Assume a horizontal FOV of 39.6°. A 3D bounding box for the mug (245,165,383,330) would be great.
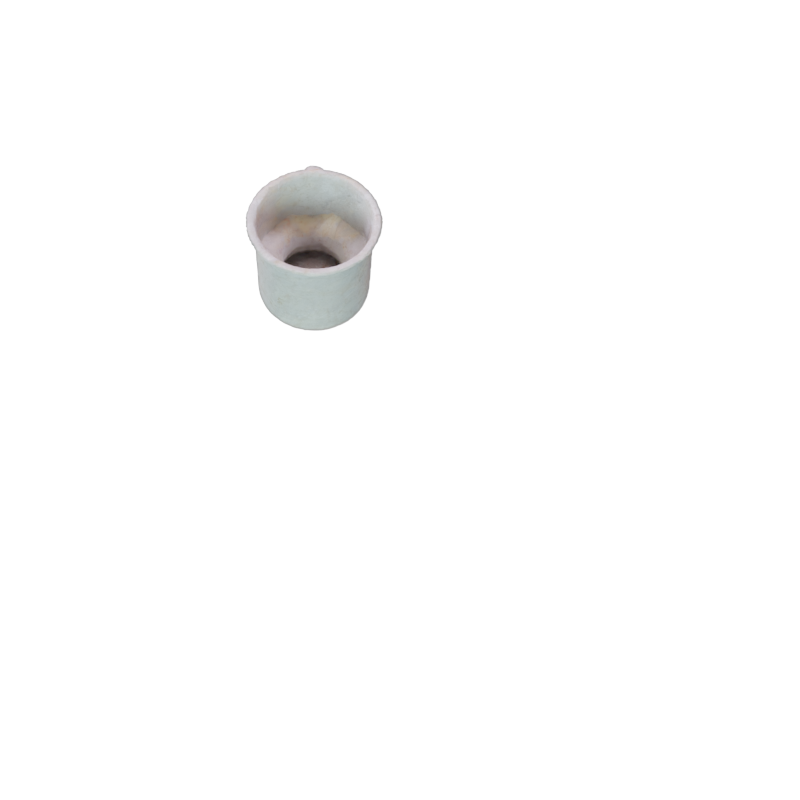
[{"bbox_3d":[-0.062,-0.113,0.793,0.093,0.126,0.076,-3,-34,-4],"label":"mug"}]
